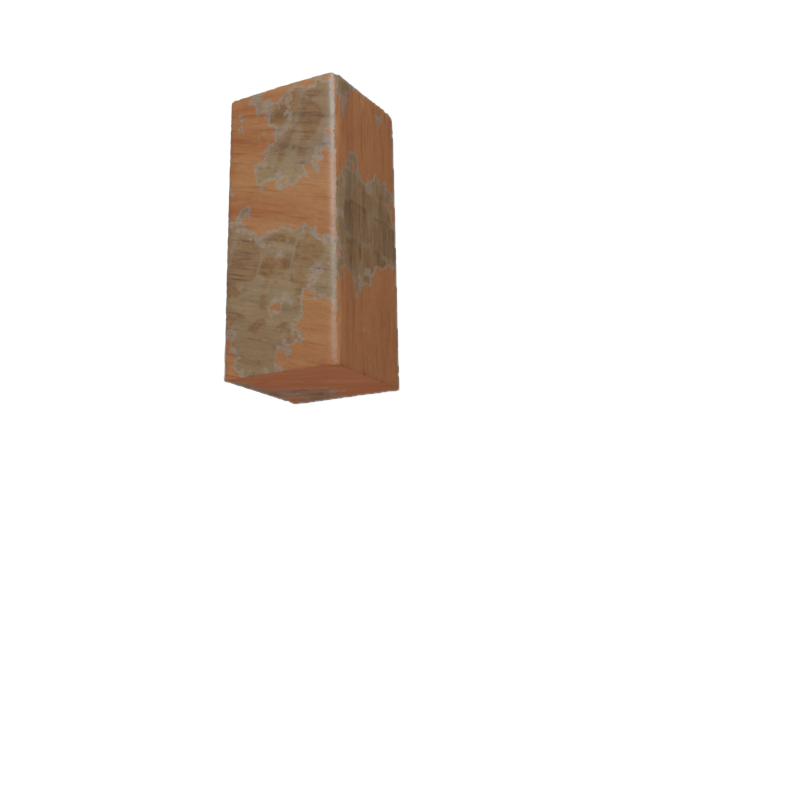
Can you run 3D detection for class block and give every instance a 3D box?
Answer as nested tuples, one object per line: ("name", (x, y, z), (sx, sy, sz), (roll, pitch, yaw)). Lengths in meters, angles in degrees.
("block", (-0.061, -0.112, 0.780), (0.092, 0.216, 0.085), (-11, -21, 28))
